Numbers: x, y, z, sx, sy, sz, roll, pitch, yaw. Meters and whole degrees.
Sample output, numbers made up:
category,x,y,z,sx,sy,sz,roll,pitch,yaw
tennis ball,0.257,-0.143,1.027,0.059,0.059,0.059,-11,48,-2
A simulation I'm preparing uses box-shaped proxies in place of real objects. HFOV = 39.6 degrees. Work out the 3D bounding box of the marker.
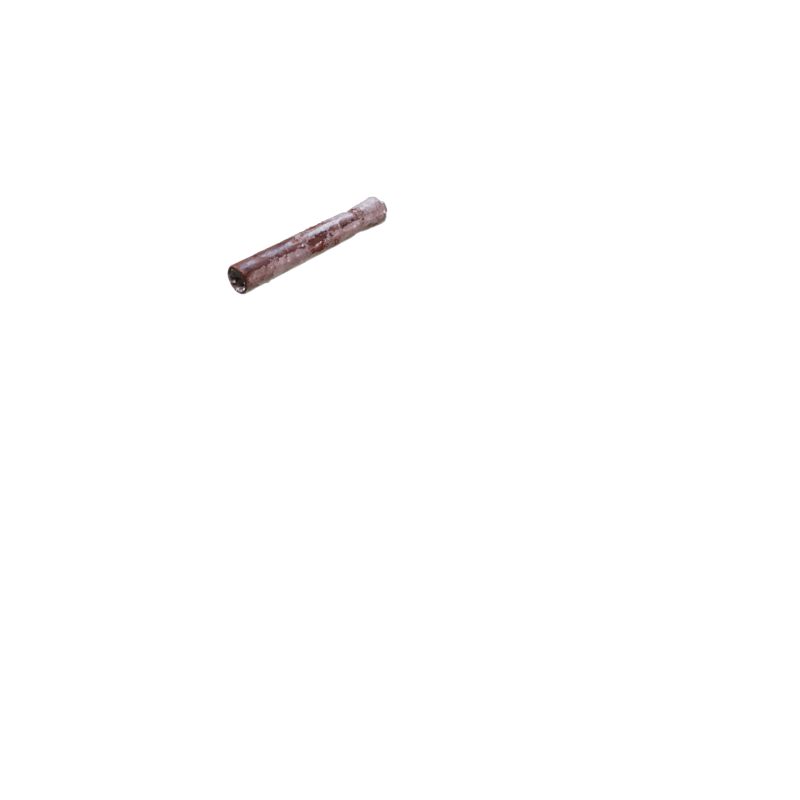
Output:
category,x,y,z,sx,sy,sz,roll,pitch,yaw
marker,-0.053,-0.097,0.681,0.121,0.019,0.021,-33,23,-34
